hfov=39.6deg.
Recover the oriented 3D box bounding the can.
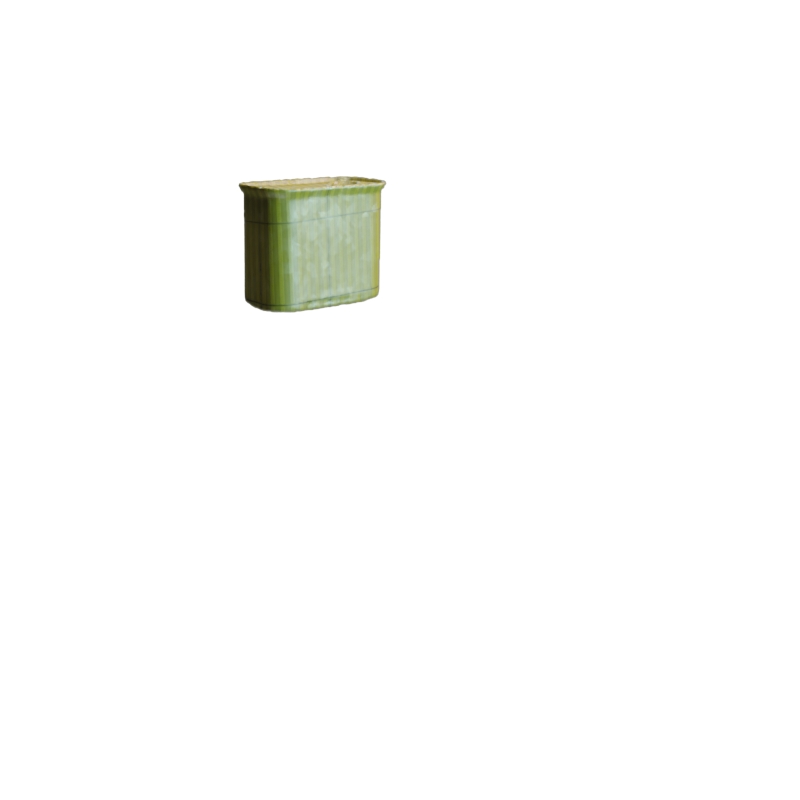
[{"bbox_3d":[-0.060,-0.110,0.767,0.099,0.082,0.061,-10,15,-37],"label":"can"}]
